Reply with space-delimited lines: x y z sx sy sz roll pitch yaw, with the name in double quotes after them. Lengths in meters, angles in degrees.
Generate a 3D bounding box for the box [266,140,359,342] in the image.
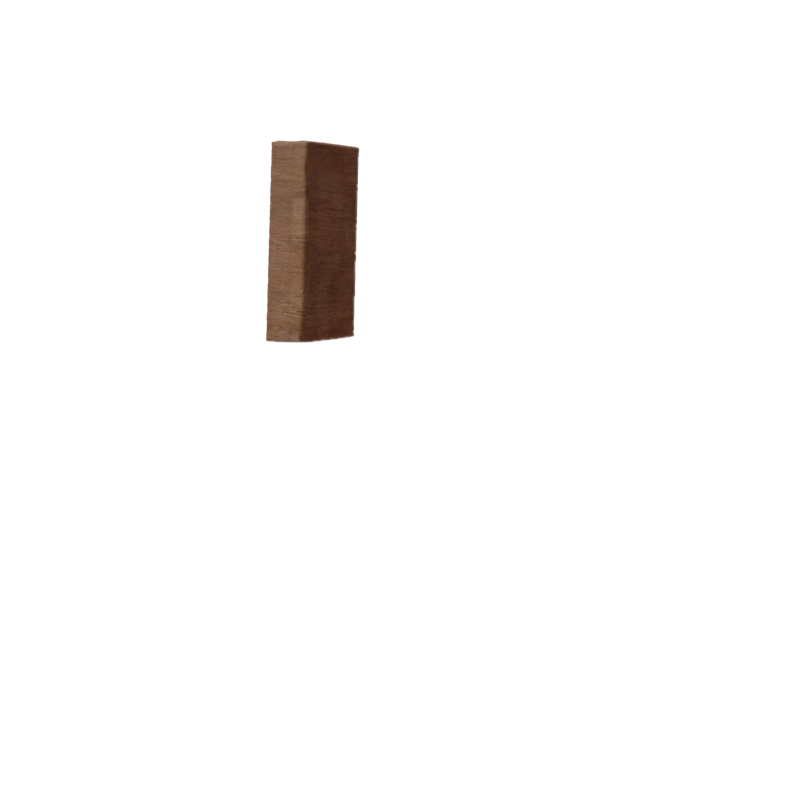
-0.078 -0.142 0.995 0.050 0.176 0.090 0 1 29 "box"
